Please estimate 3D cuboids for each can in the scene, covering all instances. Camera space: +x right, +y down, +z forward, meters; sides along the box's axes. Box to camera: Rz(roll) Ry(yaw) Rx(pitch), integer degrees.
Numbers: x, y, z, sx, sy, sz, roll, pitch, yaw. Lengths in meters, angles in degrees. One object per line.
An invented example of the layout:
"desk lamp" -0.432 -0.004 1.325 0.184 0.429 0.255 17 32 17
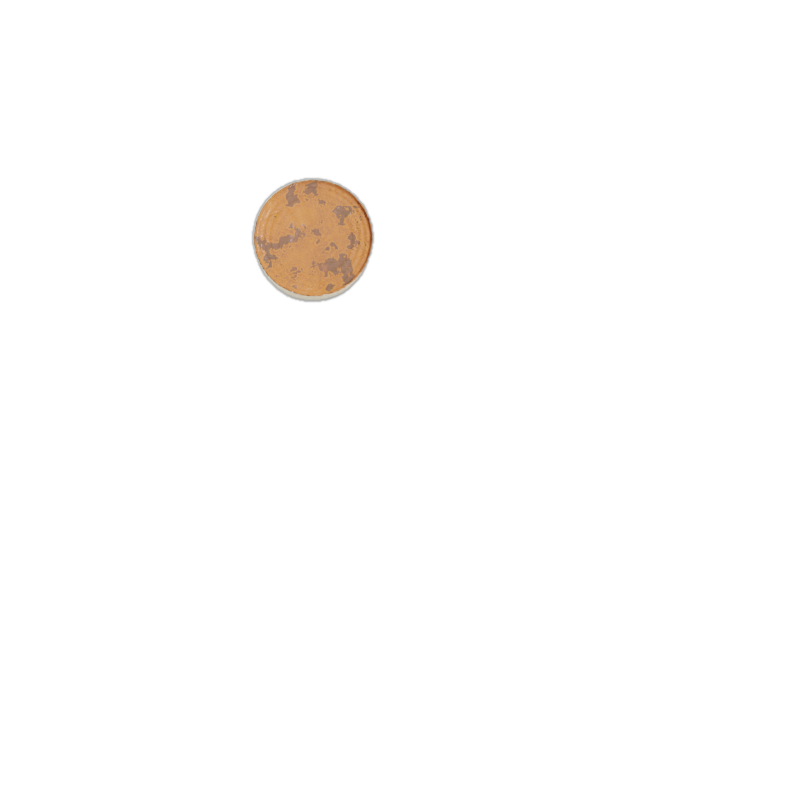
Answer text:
"can" -0.063 -0.115 0.807 0.086 0.088 0.033 0 -11 -1
